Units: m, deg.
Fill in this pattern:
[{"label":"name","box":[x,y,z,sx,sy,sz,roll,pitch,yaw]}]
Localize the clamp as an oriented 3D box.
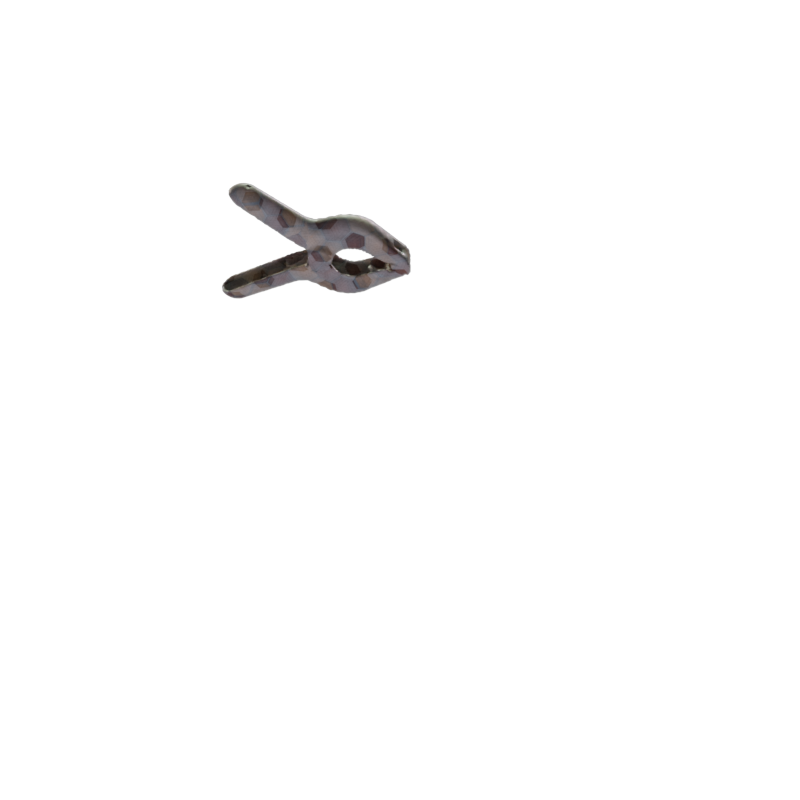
[{"label":"clamp","box":[-0.076,-0.139,0.974,0.172,0.042,0.112,-1,-43,1]}]
